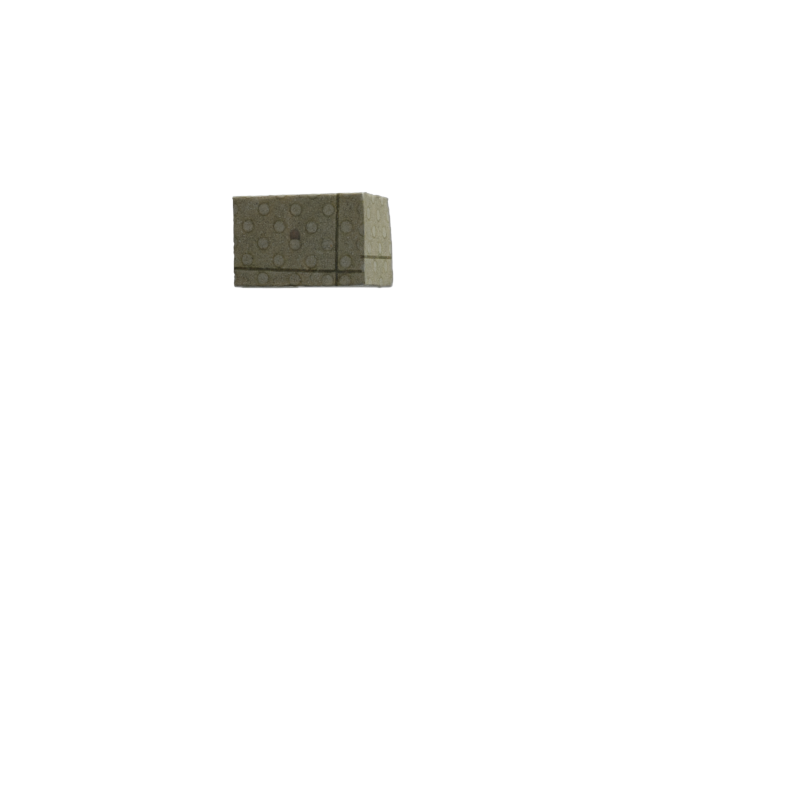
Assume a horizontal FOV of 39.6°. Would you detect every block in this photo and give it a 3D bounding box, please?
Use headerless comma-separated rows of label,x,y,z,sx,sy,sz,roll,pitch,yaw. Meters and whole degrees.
block,-0.048,-0.088,0.615,0.080,0.051,0.051,1,2,18
